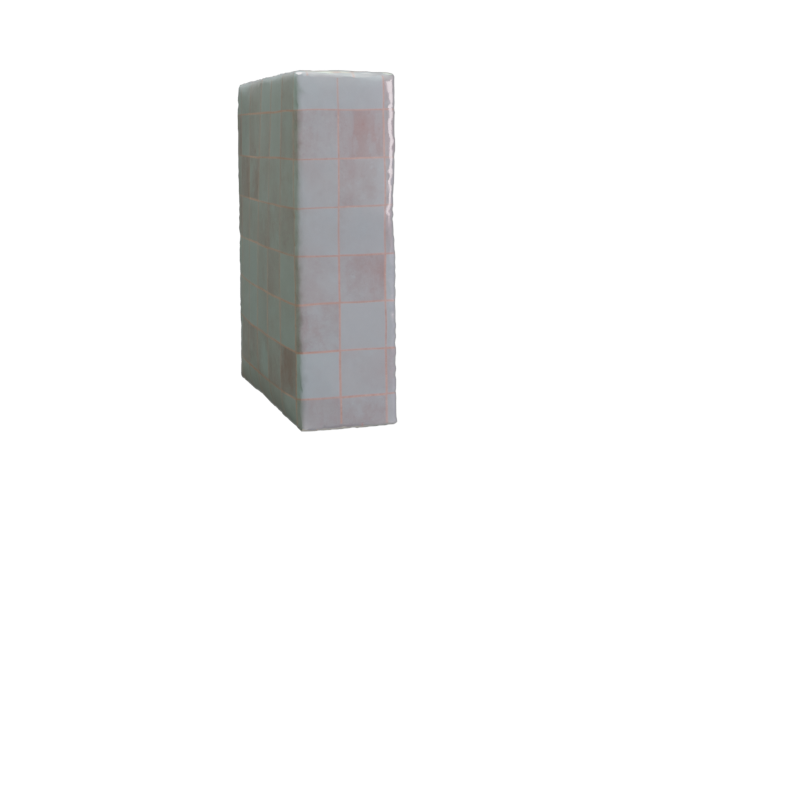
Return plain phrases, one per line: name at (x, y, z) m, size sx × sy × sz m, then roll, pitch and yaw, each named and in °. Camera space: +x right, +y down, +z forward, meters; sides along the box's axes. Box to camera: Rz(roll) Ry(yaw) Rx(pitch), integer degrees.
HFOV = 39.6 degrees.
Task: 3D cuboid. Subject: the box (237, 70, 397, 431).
box at (-0.057, -0.104, 0.729) m, size 0.070 × 0.211 × 0.171 m, roll -2°, pitch 8°, yaw -19°
